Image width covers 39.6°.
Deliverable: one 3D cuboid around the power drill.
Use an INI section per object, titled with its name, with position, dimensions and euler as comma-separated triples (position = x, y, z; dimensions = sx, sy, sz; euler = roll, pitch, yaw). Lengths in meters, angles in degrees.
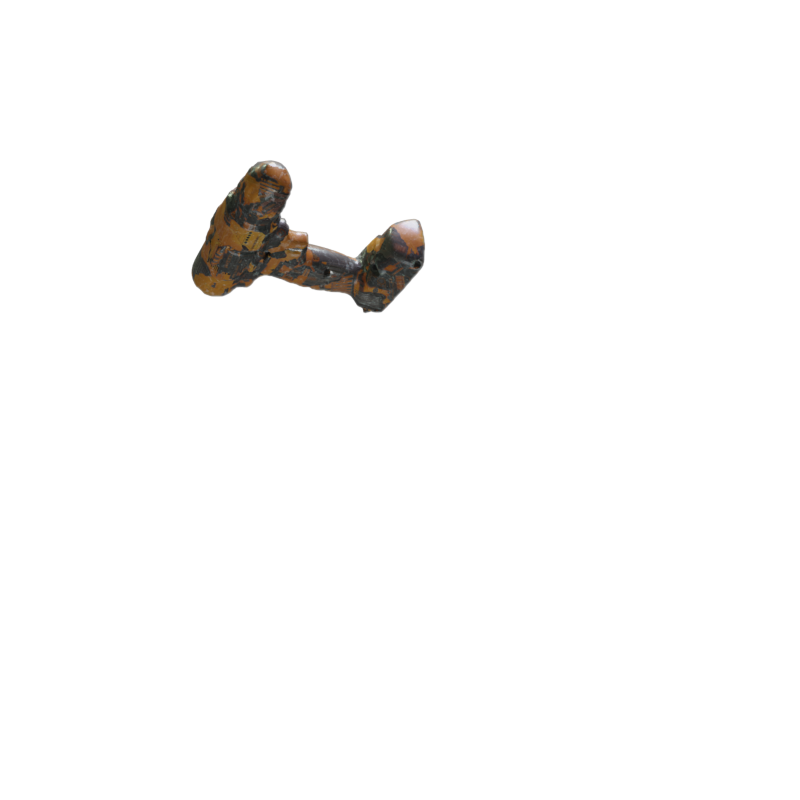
[power drill]
position = -0.077, -0.141, 0.984
dimensions = 0.182, 0.061, 0.180
euler = 10, -27, -21
